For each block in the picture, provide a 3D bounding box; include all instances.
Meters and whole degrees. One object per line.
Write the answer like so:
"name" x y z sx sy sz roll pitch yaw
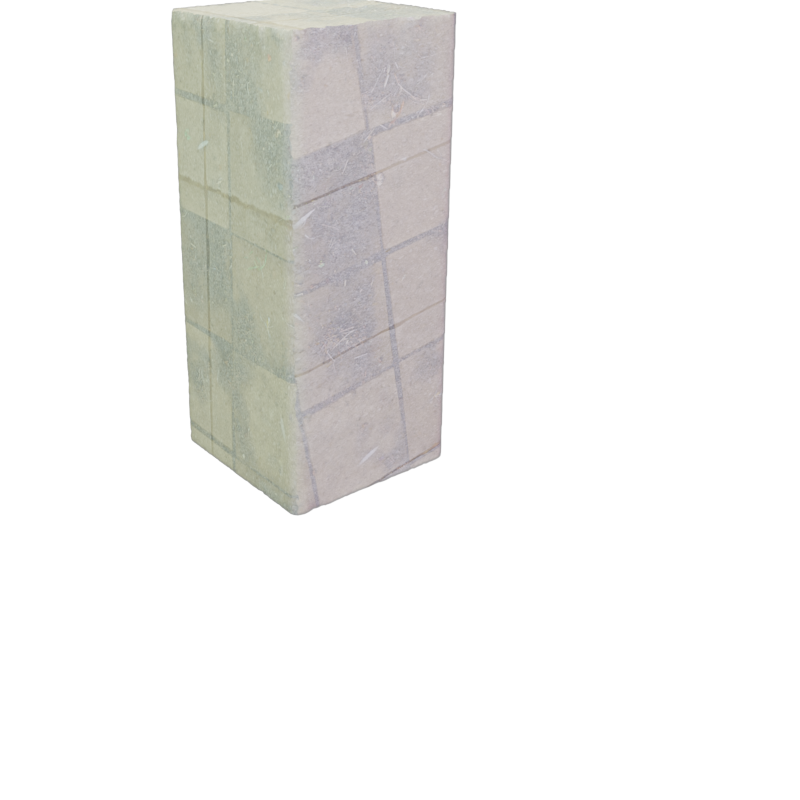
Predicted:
"block" -0.040 -0.071 0.497 0.088 0.197 0.097 -15 26 -37
